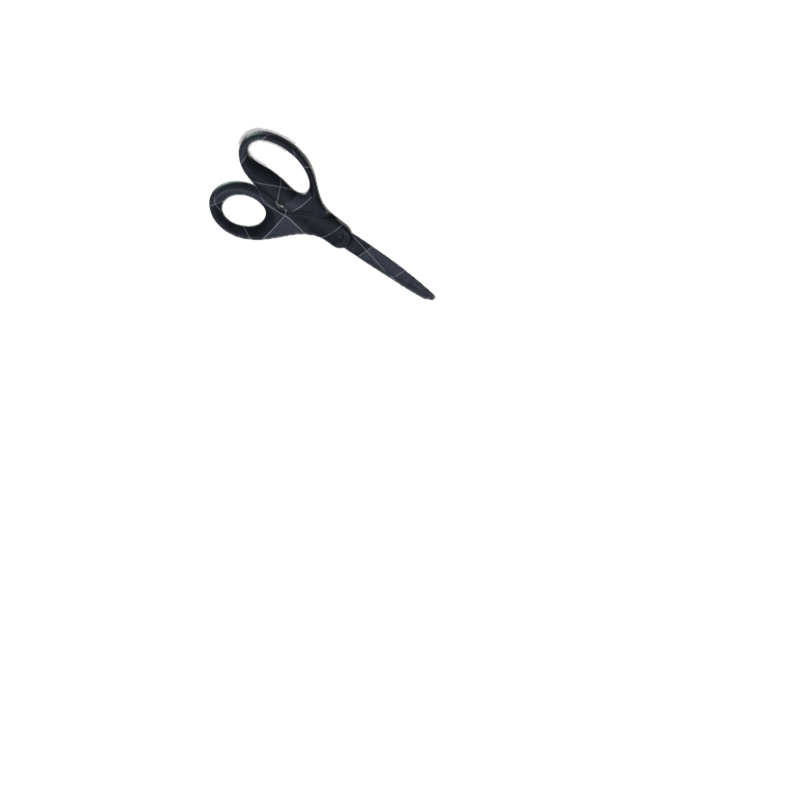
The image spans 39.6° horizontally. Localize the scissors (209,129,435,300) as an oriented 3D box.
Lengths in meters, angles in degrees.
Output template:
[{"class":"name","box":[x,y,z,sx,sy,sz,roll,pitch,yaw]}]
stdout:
[{"class":"scissors","box":[-0.068,-0.124,0.869,0.096,0.191,0.017,-34,23,17]}]
